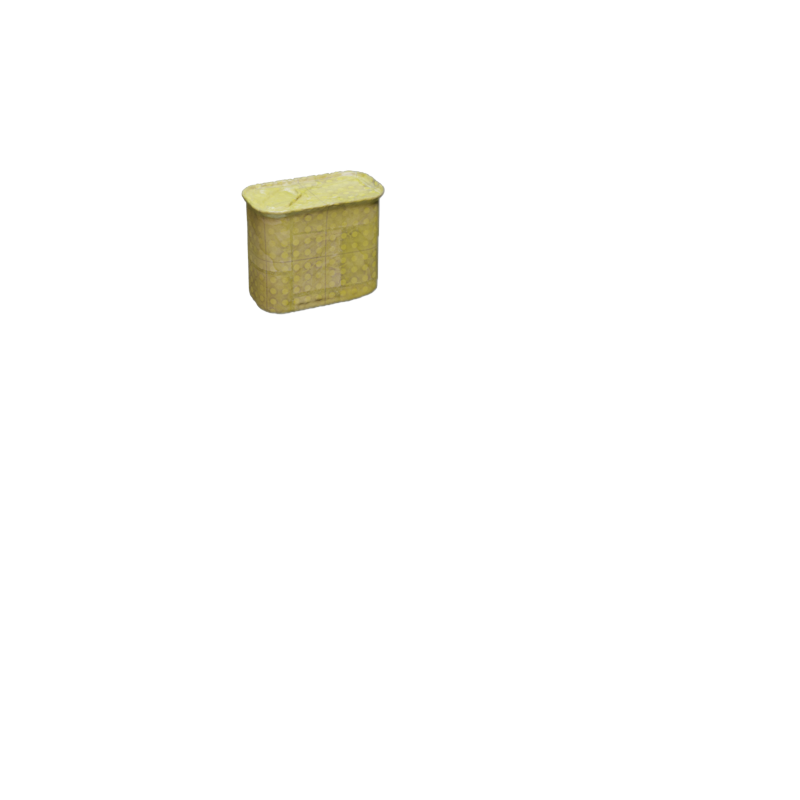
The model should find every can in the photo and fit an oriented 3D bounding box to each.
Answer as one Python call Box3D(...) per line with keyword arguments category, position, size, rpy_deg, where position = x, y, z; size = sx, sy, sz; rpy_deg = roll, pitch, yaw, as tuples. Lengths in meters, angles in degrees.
Box3D(category="can", position=(-0.065, -0.117, 0.823), size=(0.100, 0.079, 0.062), rpy_deg=(-12, 30, -22))
